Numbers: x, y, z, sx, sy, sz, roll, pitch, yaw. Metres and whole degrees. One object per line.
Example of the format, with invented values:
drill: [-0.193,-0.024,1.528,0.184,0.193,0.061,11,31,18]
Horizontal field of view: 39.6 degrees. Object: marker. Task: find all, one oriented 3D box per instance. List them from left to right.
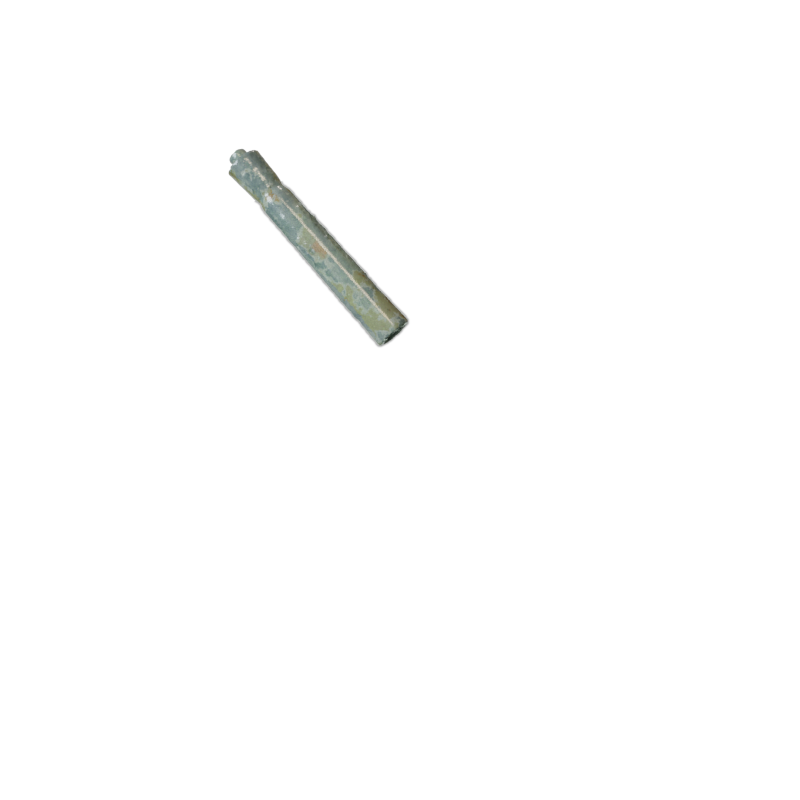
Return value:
marker: [-0.042,-0.077,0.541,0.020,0.125,0.019,-38,-14,-11]
